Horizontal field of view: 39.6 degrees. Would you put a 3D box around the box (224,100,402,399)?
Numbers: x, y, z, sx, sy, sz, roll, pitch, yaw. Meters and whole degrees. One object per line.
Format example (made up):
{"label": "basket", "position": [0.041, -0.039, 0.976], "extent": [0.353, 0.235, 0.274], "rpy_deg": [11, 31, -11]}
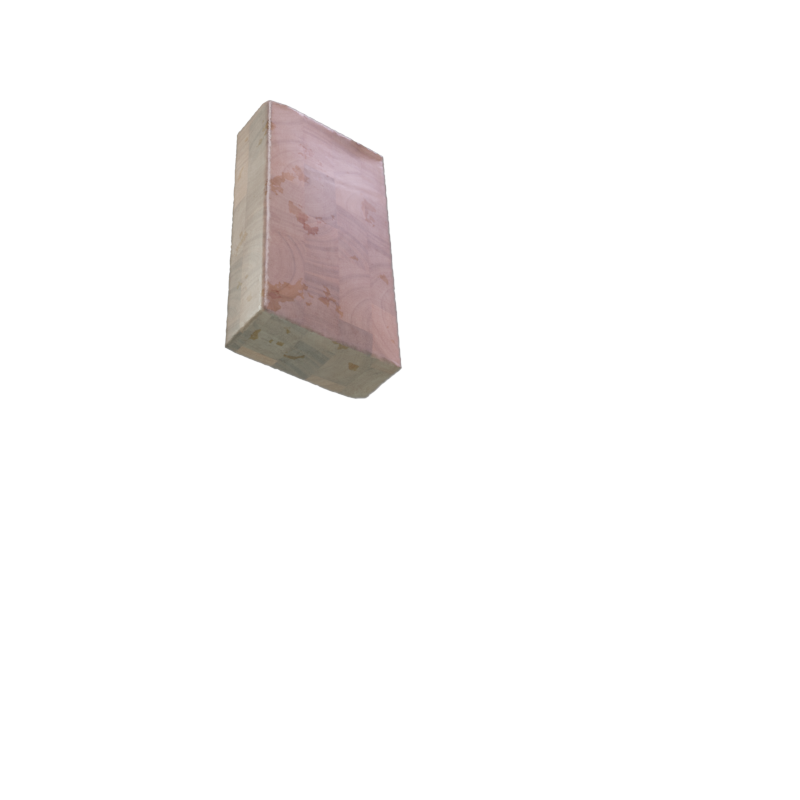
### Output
{"label": "box", "position": [-0.051, -0.093, 0.652], "extent": [0.089, 0.189, 0.047], "rpy_deg": [22, -45, -28]}
